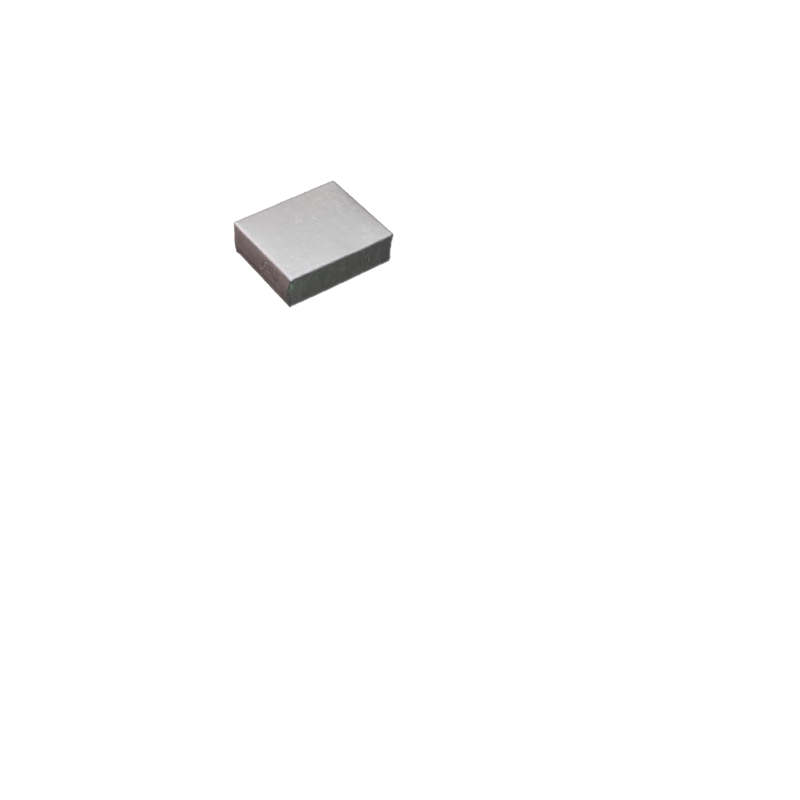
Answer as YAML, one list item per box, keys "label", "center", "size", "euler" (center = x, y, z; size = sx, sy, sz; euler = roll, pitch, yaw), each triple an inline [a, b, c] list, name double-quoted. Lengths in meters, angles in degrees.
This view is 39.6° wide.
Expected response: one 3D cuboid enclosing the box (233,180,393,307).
- label: "box"
  center: [-0.077, -0.140, 0.979]
  size: [0.113, 0.036, 0.097]
  euler: [-29, 53, -25]
